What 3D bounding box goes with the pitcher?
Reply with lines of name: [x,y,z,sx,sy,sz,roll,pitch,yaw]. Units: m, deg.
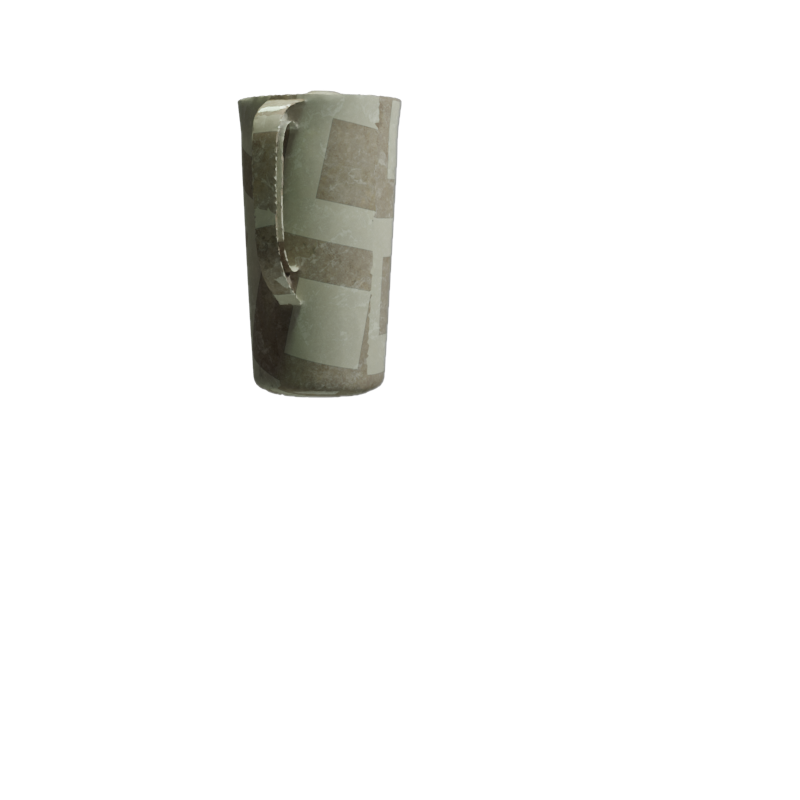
pitcher: [-0.070,-0.128,0.896,0.145,0.242,0.150,-2,4,-26]
